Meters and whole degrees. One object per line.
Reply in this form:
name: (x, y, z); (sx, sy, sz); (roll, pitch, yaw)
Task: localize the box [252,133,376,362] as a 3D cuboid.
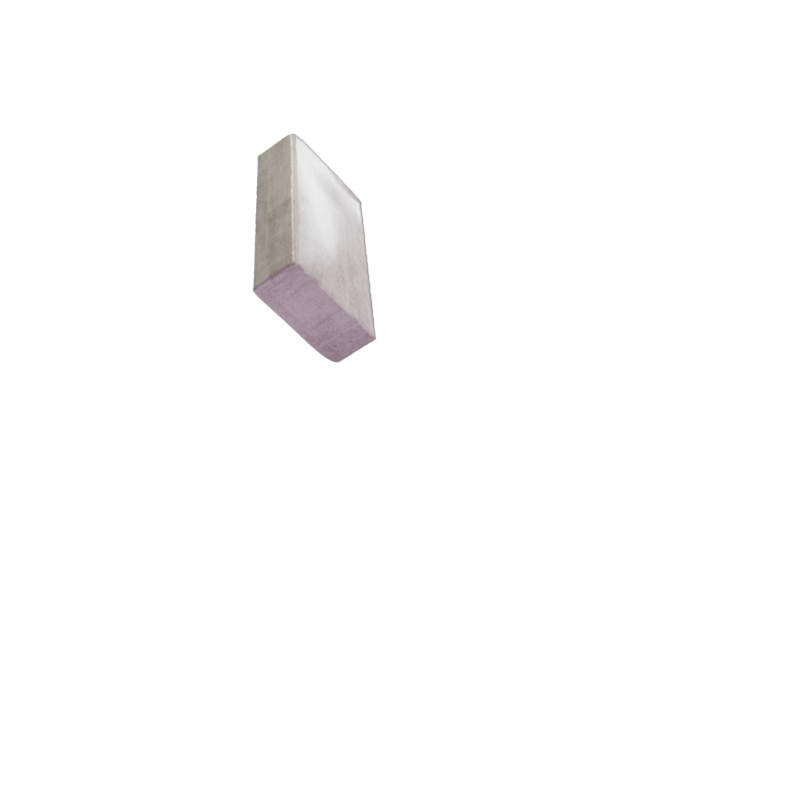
box: (-0.065, -0.119, 0.835); (0.048, 0.189, 0.087); (-32, -53, 23)
